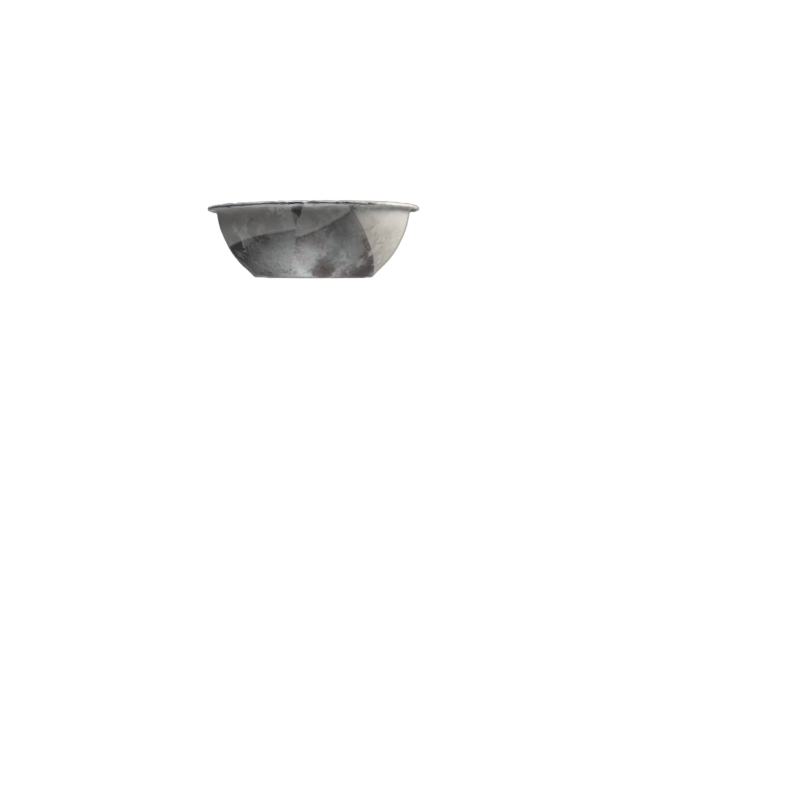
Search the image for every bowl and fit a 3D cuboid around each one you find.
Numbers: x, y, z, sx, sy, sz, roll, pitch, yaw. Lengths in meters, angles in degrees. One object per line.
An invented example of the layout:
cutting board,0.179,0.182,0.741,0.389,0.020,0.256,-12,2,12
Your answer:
bowl,-0.066,-0.121,0.847,0.162,0.055,0.163,0,6,-2
